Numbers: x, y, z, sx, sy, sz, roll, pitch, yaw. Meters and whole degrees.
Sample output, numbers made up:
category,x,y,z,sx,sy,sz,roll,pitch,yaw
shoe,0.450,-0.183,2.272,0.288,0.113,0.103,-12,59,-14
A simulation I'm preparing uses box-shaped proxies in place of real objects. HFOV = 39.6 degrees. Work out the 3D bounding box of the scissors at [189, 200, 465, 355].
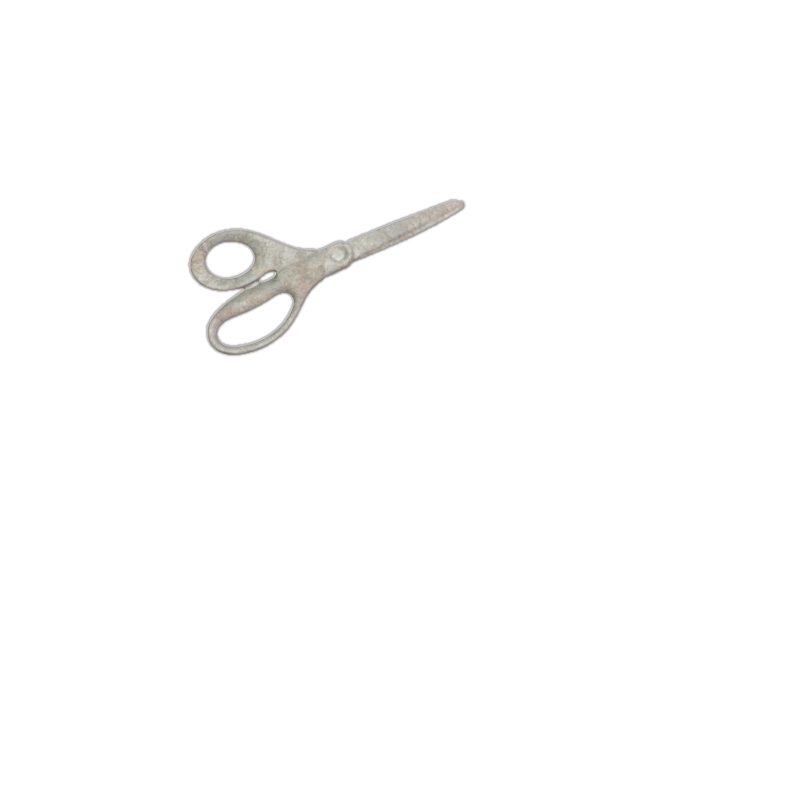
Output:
category,x,y,z,sx,sy,sz,roll,pitch,yaw
scissors,-0.061,-0.111,0.780,0.202,0.099,0.015,-39,-11,-9
